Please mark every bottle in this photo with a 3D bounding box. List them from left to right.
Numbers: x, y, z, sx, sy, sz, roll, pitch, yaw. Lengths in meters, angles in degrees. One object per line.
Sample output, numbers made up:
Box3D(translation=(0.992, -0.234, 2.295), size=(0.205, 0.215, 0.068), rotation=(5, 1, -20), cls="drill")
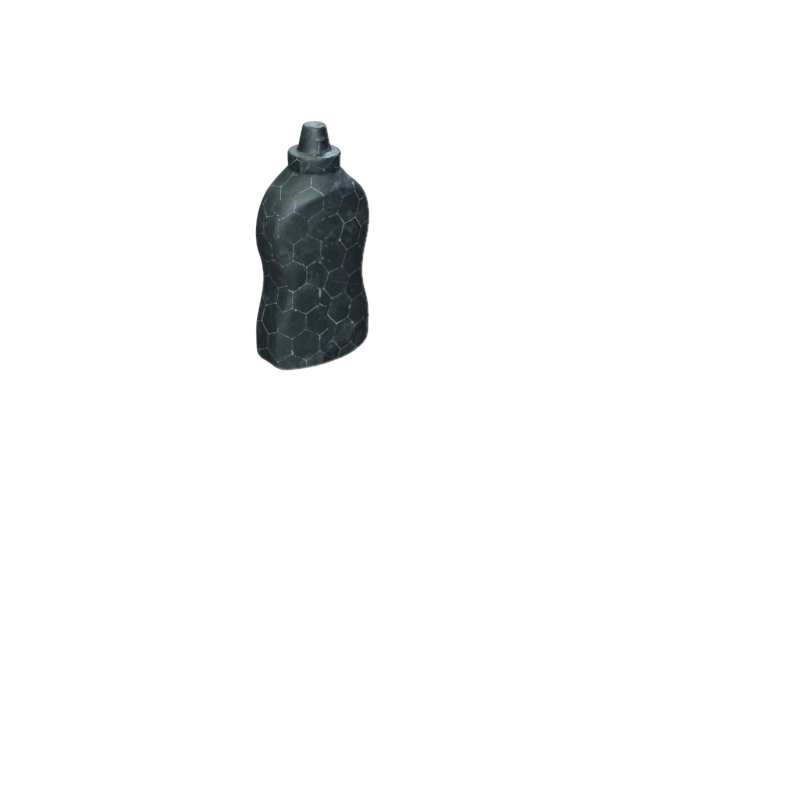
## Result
Box3D(translation=(-0.068, -0.124, 0.869), size=(0.094, 0.182, 0.062), rotation=(-16, 29, -34), cls="bottle")
